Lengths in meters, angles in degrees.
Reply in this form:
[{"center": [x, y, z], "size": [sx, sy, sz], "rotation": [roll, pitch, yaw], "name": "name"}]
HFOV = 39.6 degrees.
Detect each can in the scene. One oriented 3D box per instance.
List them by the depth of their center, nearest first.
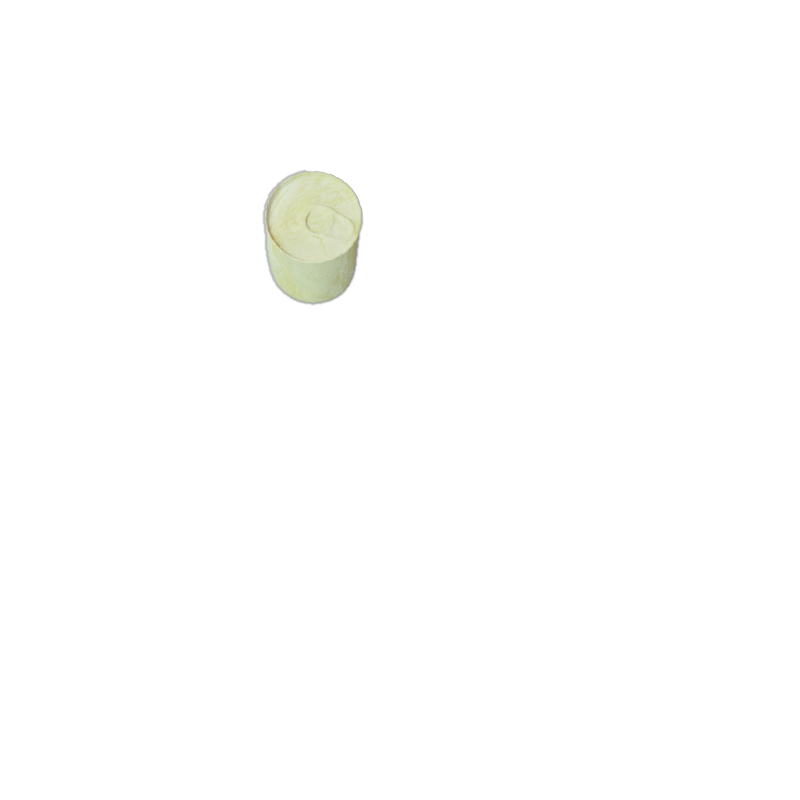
[{"center": [-0.063, -0.115, 0.809], "size": [0.068, 0.071, 0.098], "rotation": [0, -15, -3], "name": "can"}]
